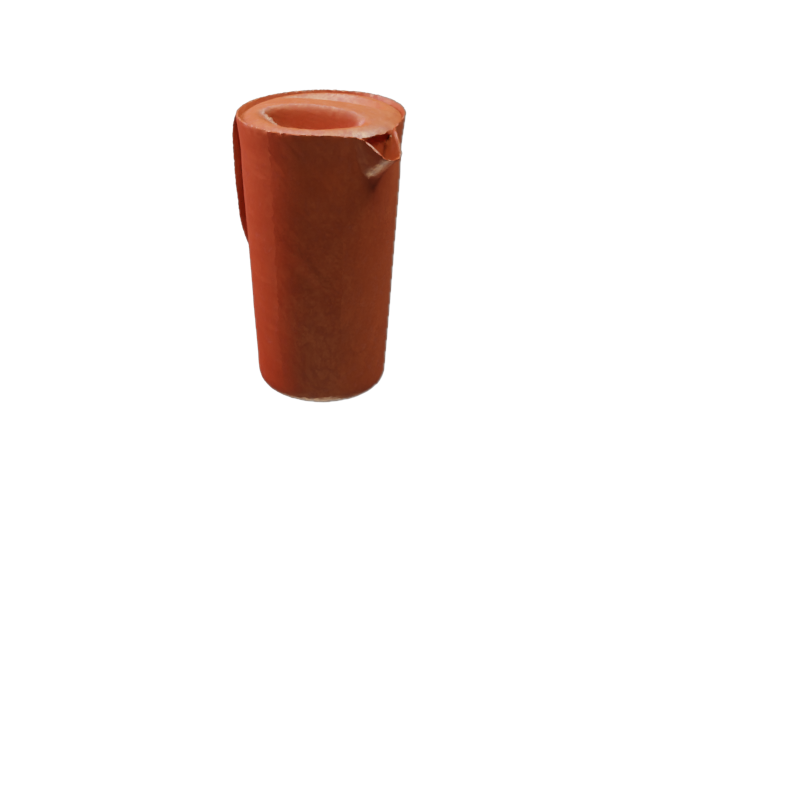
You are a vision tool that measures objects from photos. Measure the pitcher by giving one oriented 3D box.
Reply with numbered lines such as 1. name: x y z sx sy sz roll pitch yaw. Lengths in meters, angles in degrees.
1. pitcher: -0.072 -0.131 0.916 0.145 0.231 0.157 2 25 0
